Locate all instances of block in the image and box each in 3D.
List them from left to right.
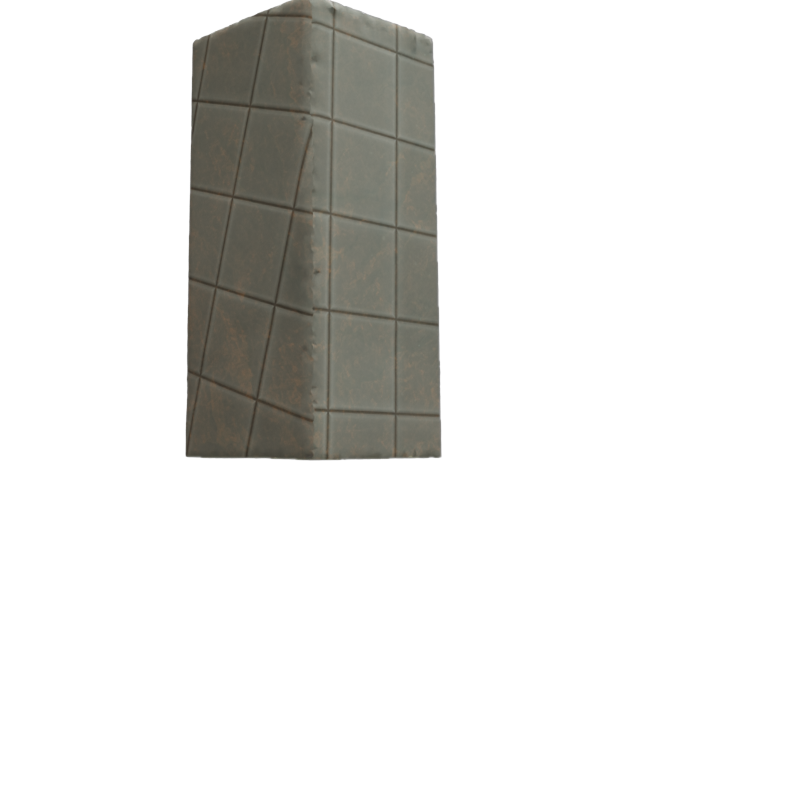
[{"bbox_3d":[-0.042,-0.077,0.538,0.093,0.211,0.086,-9,-12,44],"label":"block"}]
